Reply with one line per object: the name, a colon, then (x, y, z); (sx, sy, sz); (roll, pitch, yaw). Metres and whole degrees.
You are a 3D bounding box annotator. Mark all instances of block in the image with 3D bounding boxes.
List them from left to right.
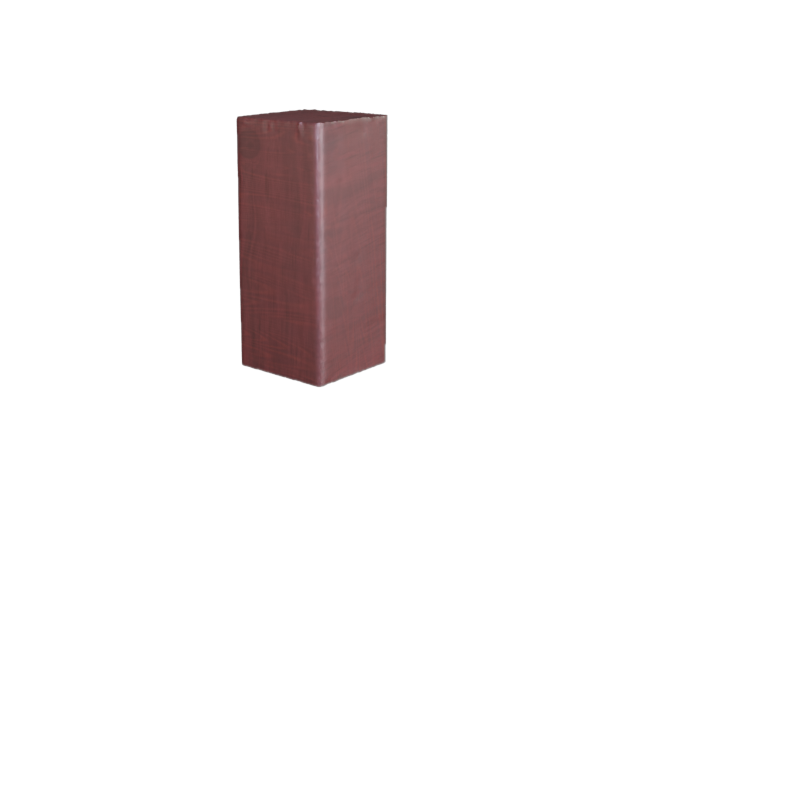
block: (-0.071, -0.129, 0.901); (0.095, 0.200, 0.088); (12, 17, 37)
